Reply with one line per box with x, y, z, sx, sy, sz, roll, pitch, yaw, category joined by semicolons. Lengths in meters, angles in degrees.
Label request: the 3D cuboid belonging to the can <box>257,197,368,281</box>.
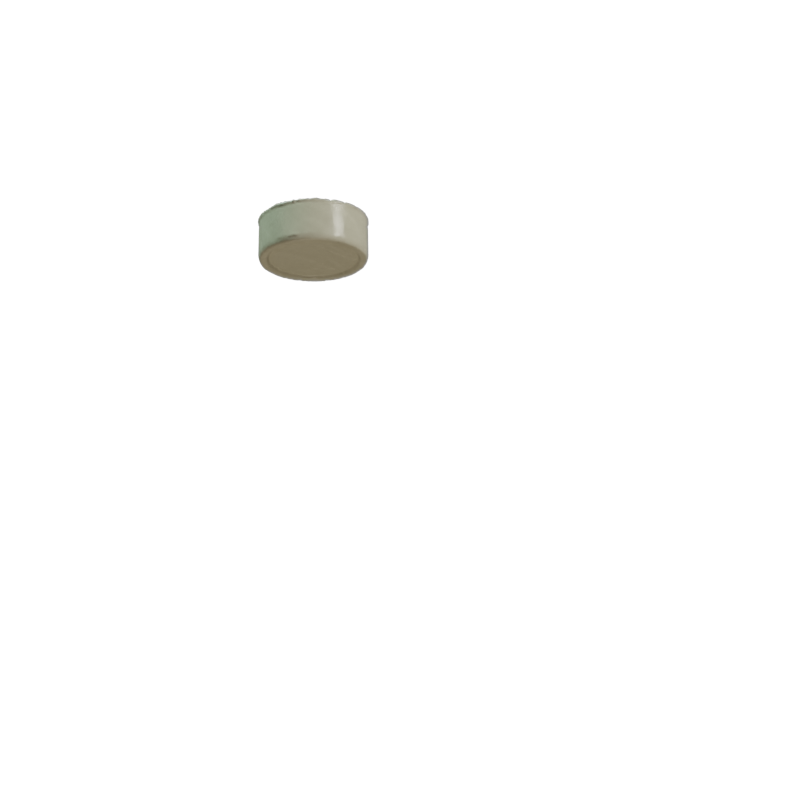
-0.067;-0.122;0.852;0.086;0.035;0.082;0;-18;-2;can
